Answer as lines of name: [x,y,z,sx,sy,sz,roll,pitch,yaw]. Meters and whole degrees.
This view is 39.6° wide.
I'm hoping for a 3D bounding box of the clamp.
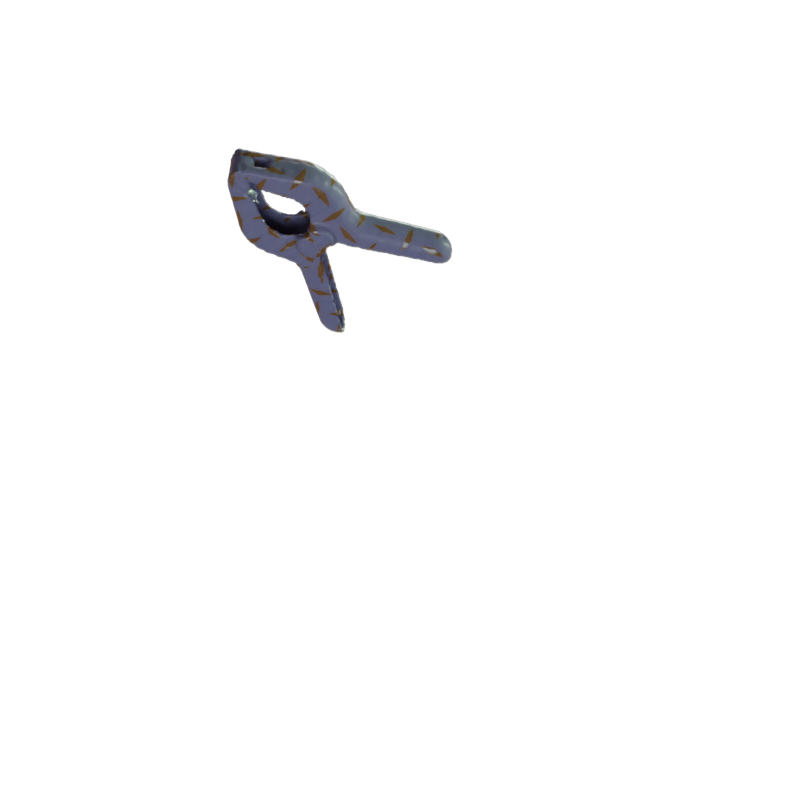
clamp: [-0.062,-0.113,0.795,0.164,0.117,0.042,31,31,-21]
